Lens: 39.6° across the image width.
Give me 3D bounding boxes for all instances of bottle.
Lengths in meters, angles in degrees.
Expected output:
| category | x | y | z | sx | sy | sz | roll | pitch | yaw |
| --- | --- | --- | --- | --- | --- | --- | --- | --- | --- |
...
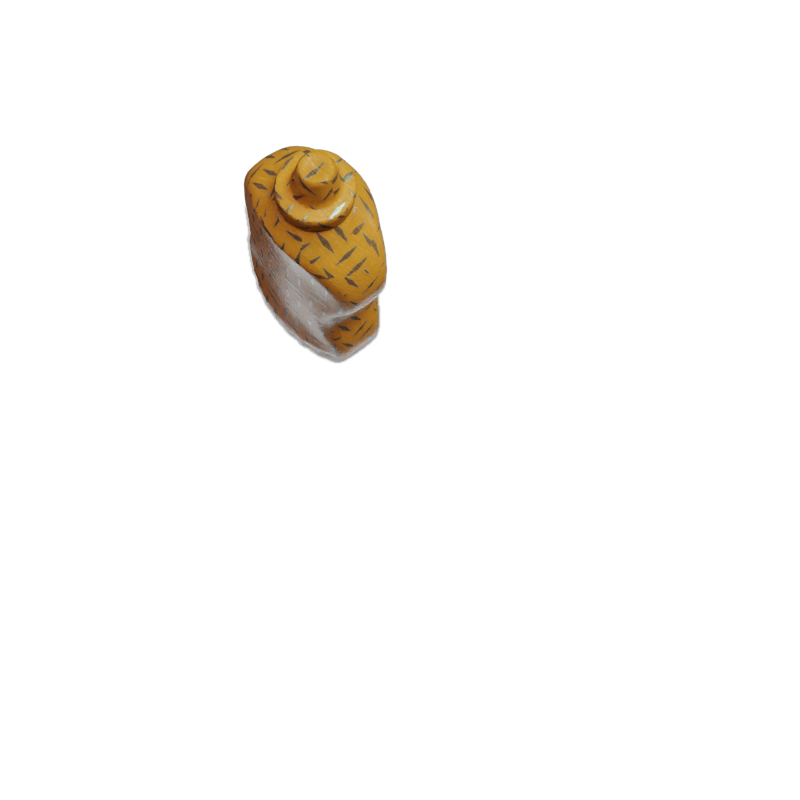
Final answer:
| category | x | y | z | sx | sy | sz | roll | pitch | yaw |
| --- | --- | --- | --- | --- | --- | --- | --- | --- | --- |
| bottle | -0.048 | -0.088 | 0.612 | 0.058 | 0.100 | 0.184 | -34 | -11 | -11 |
